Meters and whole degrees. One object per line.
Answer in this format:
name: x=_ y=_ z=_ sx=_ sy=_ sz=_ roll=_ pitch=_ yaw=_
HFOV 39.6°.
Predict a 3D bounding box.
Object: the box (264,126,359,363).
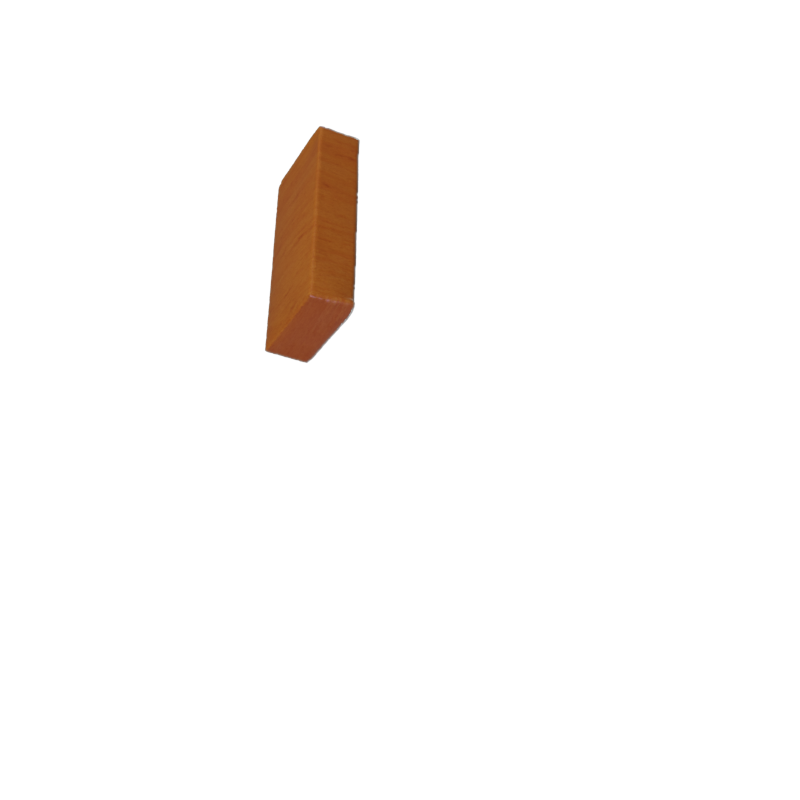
box: x=-0.072 y=-0.131 z=0.917 sx=0.046 sy=0.189 sz=0.091 roll=15 pitch=-38 yaw=-24
